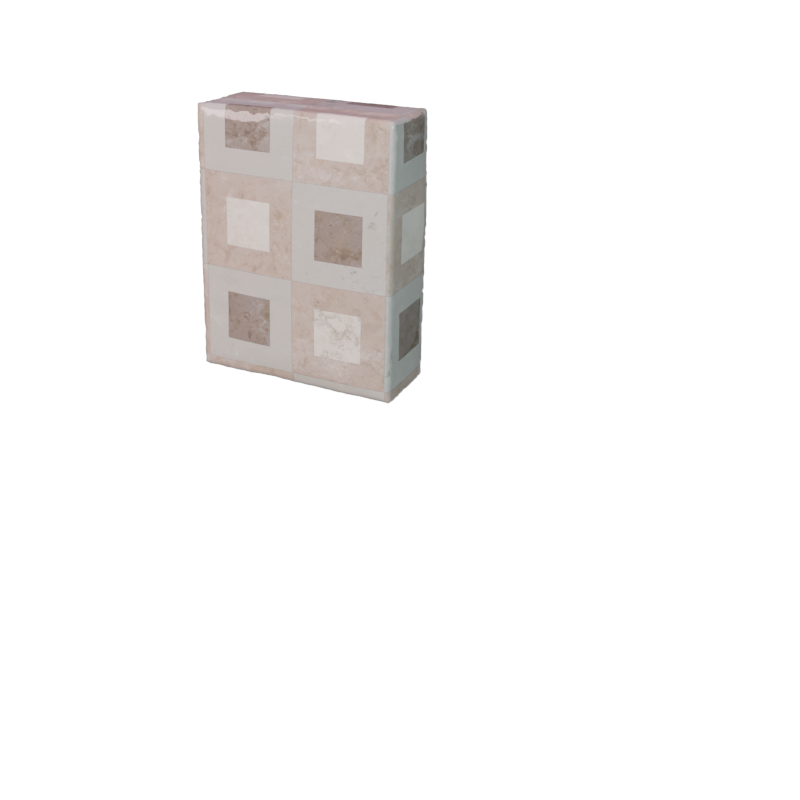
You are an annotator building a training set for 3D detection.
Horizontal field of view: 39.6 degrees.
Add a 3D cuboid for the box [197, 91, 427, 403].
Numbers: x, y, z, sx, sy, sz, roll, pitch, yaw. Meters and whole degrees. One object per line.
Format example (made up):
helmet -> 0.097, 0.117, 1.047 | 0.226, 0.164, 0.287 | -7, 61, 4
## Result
box -> -0.066, -0.121, 0.847 | 0.171, 0.205, 0.072 | 11, 21, 25
